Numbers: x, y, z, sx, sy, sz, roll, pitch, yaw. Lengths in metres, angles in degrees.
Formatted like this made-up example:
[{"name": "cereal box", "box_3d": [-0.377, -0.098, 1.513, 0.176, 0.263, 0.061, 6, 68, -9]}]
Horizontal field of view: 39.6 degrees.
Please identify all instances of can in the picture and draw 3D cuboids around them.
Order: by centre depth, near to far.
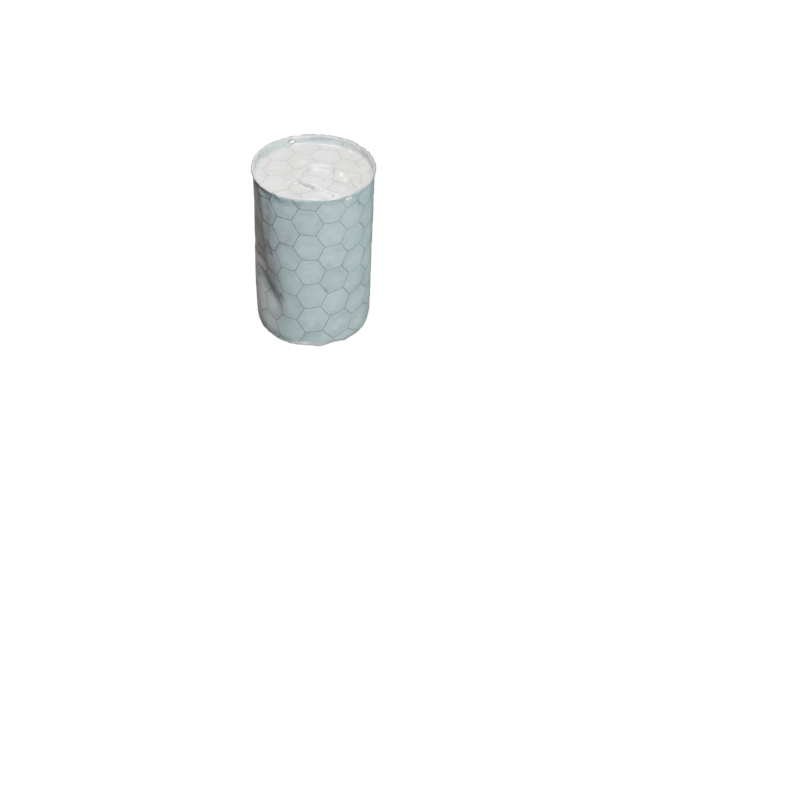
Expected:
[{"name": "can", "box_3d": [-0.049, -0.090, 0.628, 0.068, 0.095, 0.073, 0, 39, -3]}]
